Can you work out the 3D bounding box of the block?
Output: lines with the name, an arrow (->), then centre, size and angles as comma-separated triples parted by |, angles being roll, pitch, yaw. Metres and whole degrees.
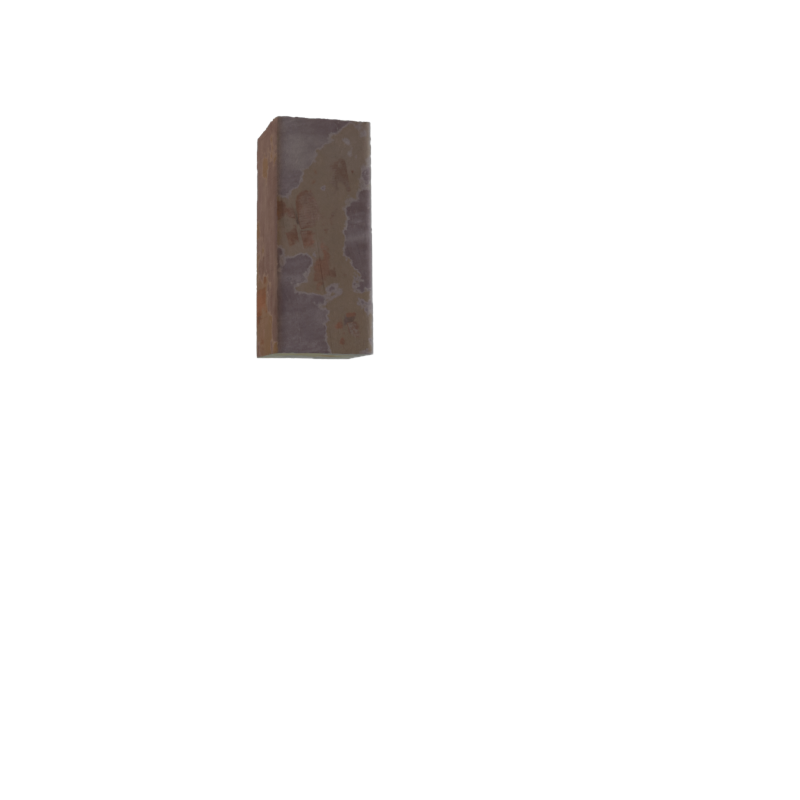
block -> -0.079, -0.143, 1.000 | 0.088, 0.210, 0.091 | 2, -8, -16
